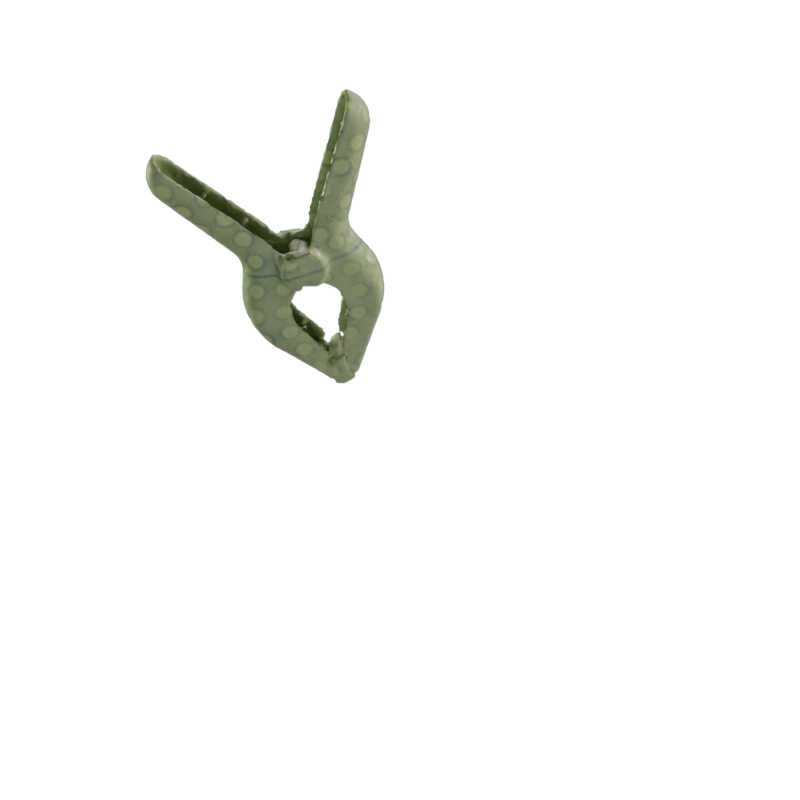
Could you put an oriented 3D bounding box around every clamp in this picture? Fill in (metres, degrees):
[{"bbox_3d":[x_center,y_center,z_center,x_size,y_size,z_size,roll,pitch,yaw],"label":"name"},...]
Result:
[{"bbox_3d":[-0.047,-0.087,0.606,0.120,0.159,0.042,-21,34,15],"label":"clamp"}]
